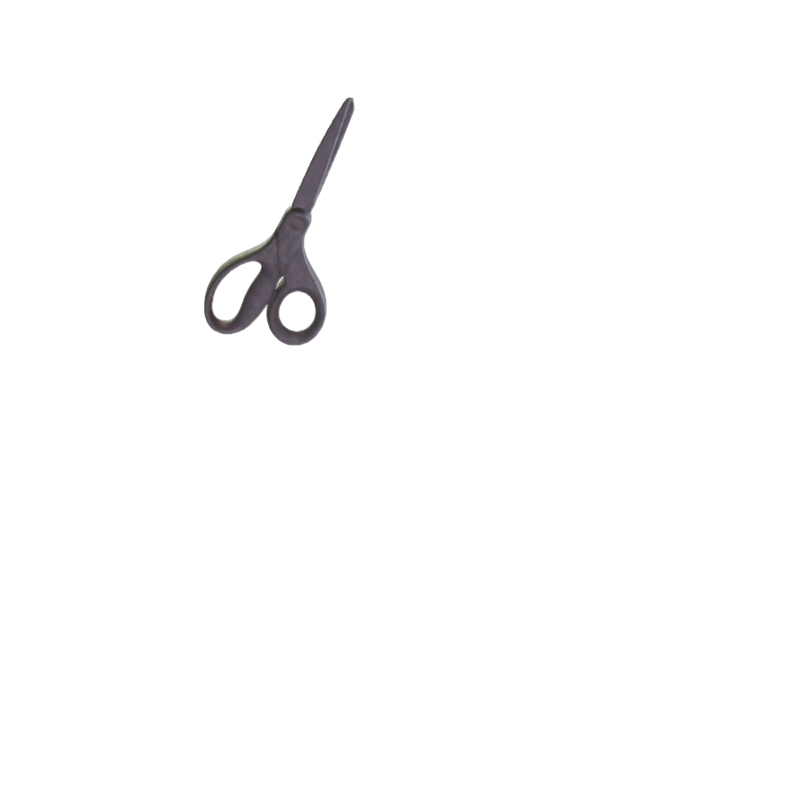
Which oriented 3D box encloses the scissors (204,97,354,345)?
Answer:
[{"bbox_3d":[-0.060,-0.110,0.770,0.092,0.198,0.017,35,27,-21],"label":"scissors"}]
